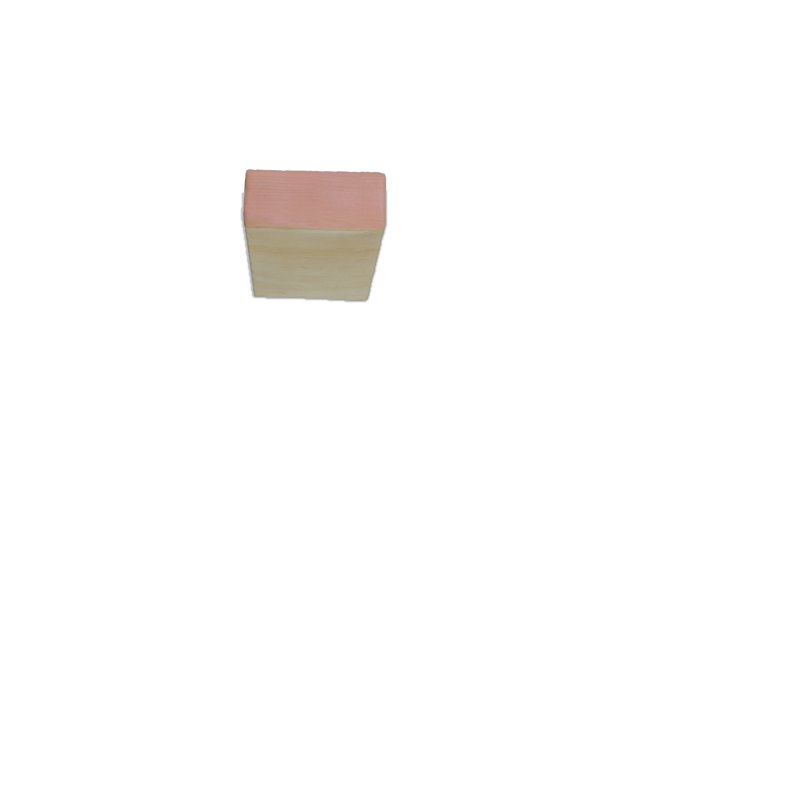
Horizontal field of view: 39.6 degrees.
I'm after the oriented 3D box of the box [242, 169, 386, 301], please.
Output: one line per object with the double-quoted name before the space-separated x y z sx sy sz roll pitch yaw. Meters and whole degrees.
"box" -0.062 -0.112 0.786 0.093 0.049 0.172 2 -8 -3
